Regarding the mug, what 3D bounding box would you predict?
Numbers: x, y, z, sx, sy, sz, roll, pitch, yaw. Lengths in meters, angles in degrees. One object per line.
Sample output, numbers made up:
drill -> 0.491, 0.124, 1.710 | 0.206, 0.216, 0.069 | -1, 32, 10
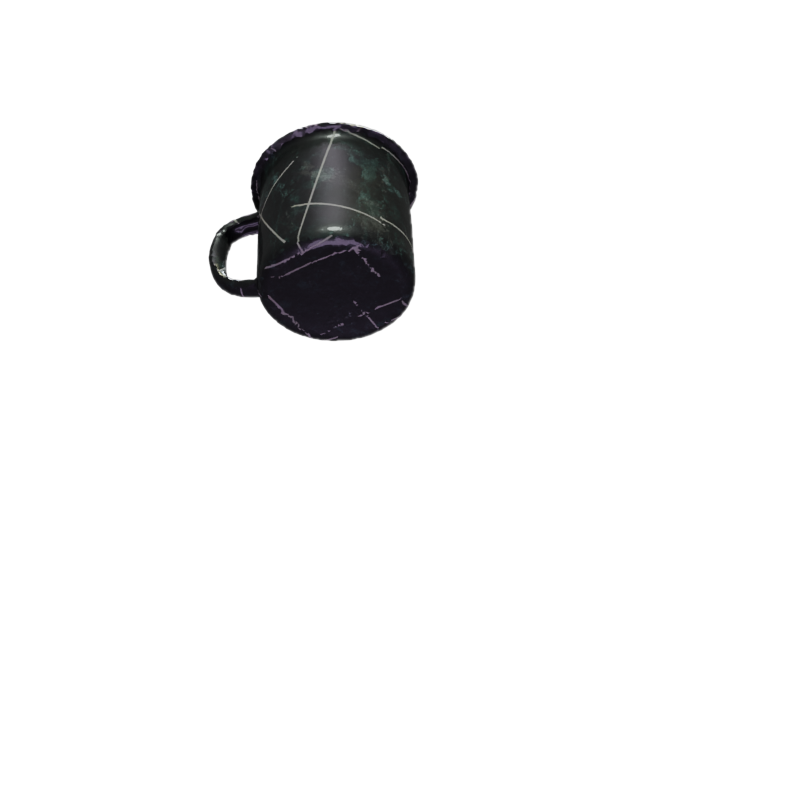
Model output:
mug -> -0.046, -0.084, 0.591 | 0.118, 0.087, 0.086 | -9, -42, 9
